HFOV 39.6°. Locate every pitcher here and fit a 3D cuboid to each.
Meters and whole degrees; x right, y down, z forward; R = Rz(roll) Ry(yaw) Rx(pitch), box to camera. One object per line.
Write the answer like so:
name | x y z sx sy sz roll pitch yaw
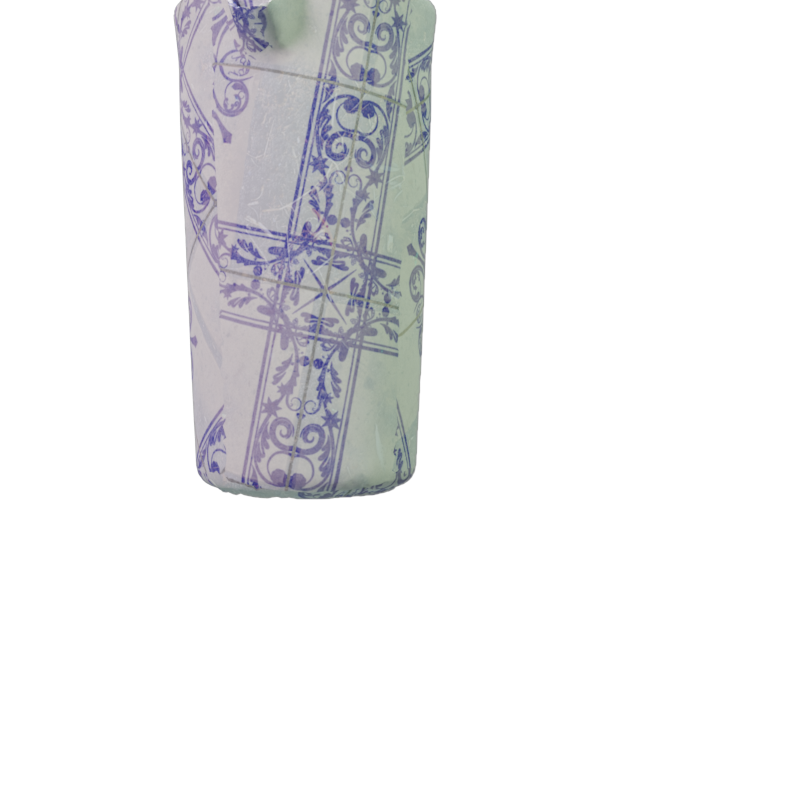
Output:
pitcher | -0.044 -0.081 0.564 0.144 0.246 0.149 2 -3 -32
